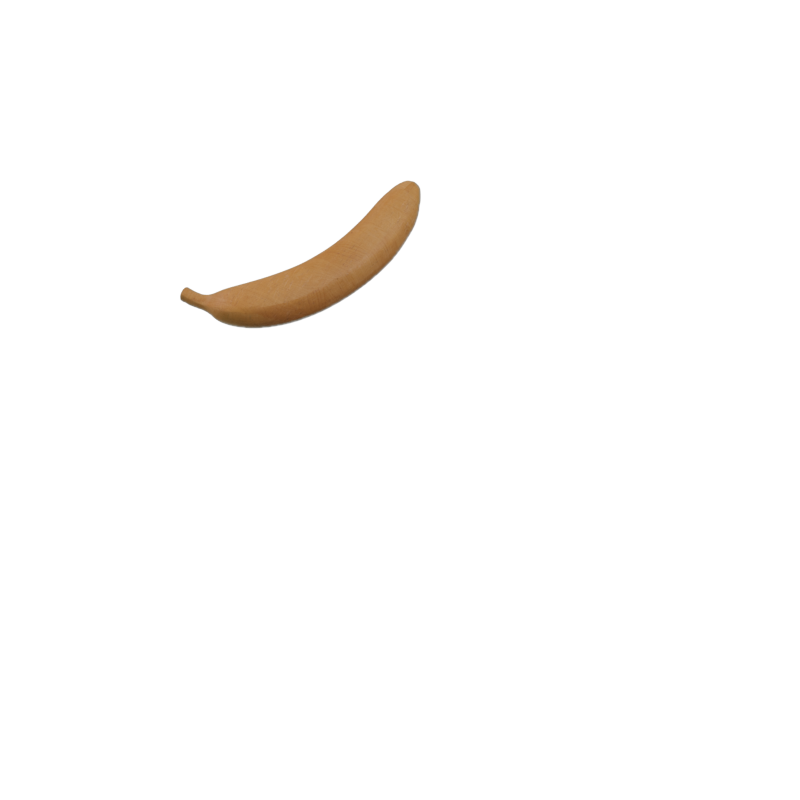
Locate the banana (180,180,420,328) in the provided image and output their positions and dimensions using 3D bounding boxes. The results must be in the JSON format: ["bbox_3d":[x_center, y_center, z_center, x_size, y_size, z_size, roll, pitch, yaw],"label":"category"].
[{"bbox_3d":[-0.057,-0.099,0.794,0.197,0.074,0.034,-27,-27,-16],"label":"banana"}]
